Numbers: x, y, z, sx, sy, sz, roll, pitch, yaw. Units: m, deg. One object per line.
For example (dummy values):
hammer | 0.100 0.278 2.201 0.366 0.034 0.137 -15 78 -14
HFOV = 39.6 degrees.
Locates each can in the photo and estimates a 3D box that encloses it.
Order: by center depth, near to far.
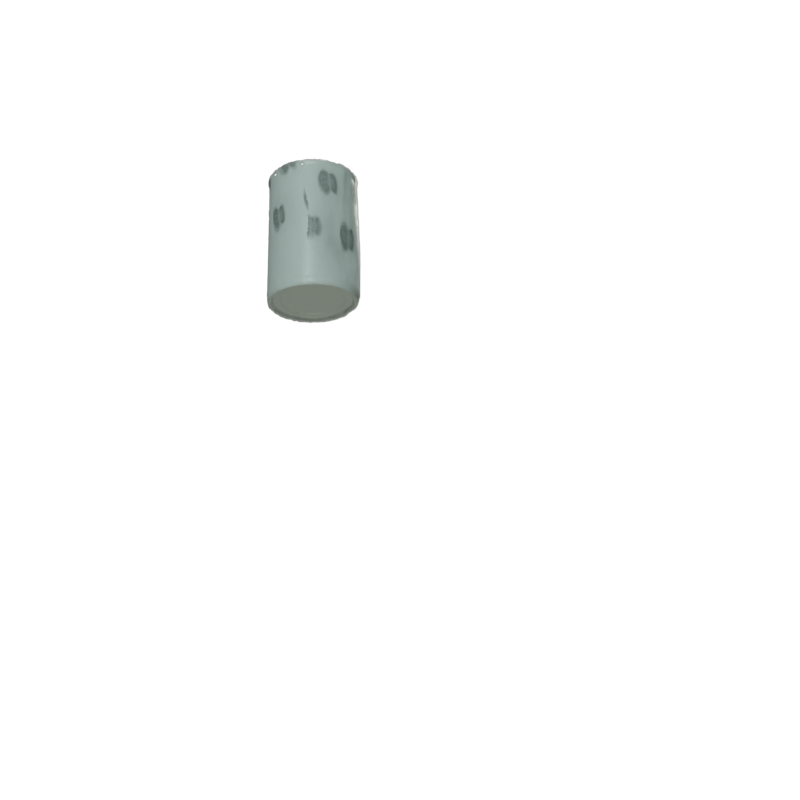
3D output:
can | -0.064 -0.116 0.814 0.068 0.108 0.065 0 -26 -2
